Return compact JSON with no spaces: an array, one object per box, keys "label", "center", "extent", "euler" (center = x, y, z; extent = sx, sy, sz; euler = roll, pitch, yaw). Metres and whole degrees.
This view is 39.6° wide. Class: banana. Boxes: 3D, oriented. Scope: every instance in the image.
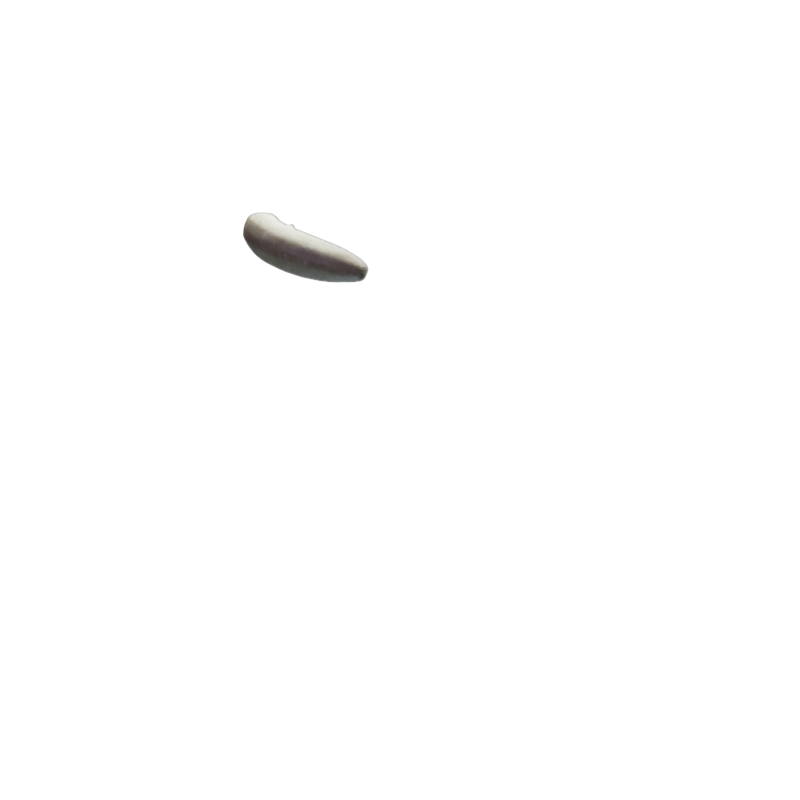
[{"label":"banana","center":[-0.095,-0.138,0.968],"extent":[0.068,0.035,0.210],"euler":[-8,22,-21]}]
